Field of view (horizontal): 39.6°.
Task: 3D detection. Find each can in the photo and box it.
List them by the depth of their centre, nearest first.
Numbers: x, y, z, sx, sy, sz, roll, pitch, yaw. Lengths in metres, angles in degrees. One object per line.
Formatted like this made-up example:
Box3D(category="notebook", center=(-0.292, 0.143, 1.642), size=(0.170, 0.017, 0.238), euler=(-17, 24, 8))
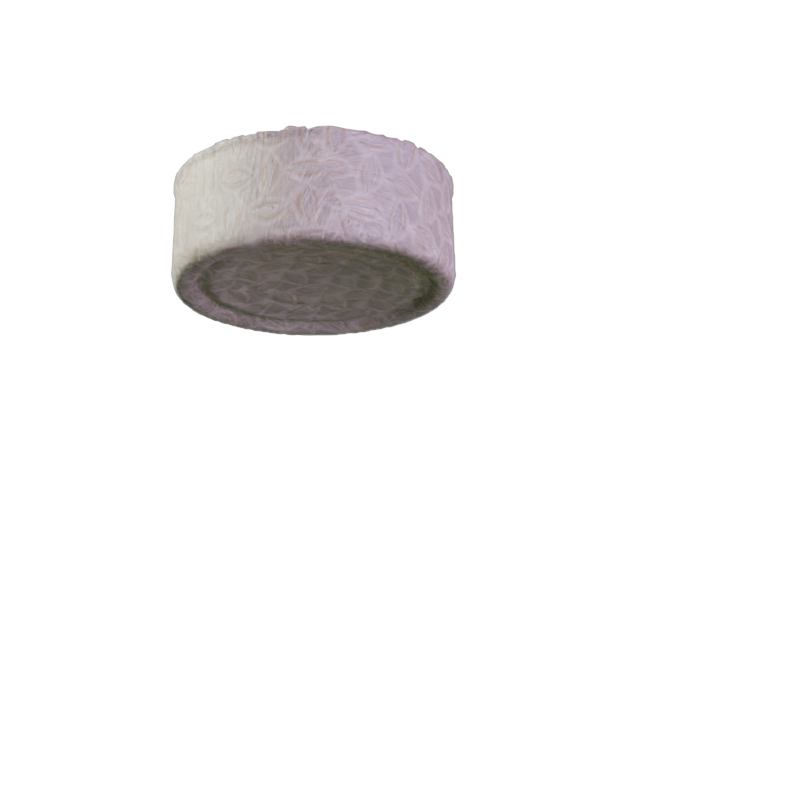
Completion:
Box3D(category="can", center=(-0.026, -0.048, 0.335), size=(0.086, 0.035, 0.082), euler=(0, -17, -2))
